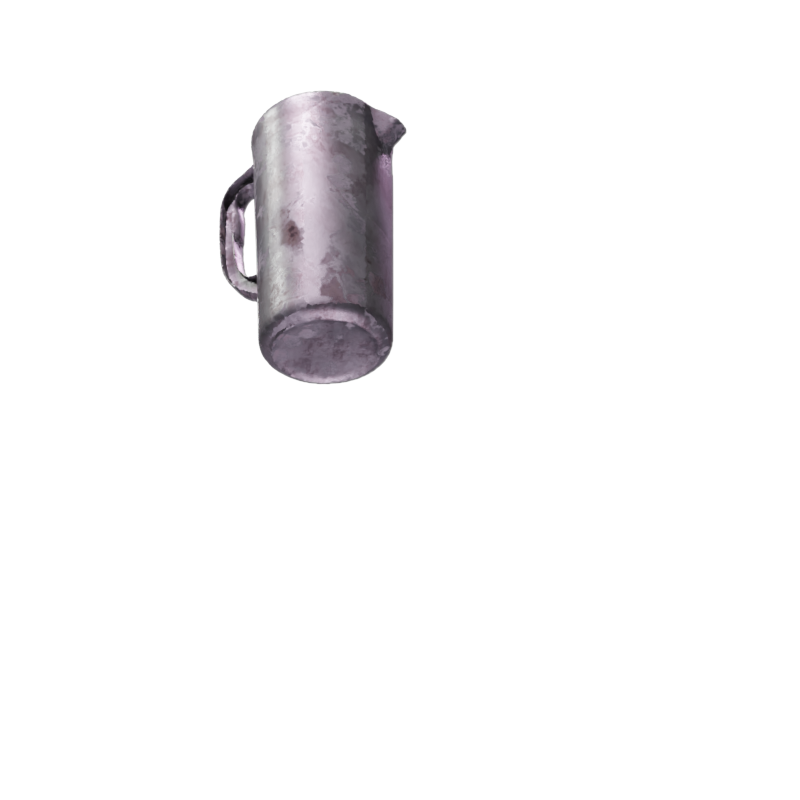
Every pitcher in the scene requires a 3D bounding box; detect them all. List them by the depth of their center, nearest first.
[{"bbox_3d":[-0.075,-0.137,0.959,0.141,0.261,0.142,10,-39,-16],"label":"pitcher"}]
